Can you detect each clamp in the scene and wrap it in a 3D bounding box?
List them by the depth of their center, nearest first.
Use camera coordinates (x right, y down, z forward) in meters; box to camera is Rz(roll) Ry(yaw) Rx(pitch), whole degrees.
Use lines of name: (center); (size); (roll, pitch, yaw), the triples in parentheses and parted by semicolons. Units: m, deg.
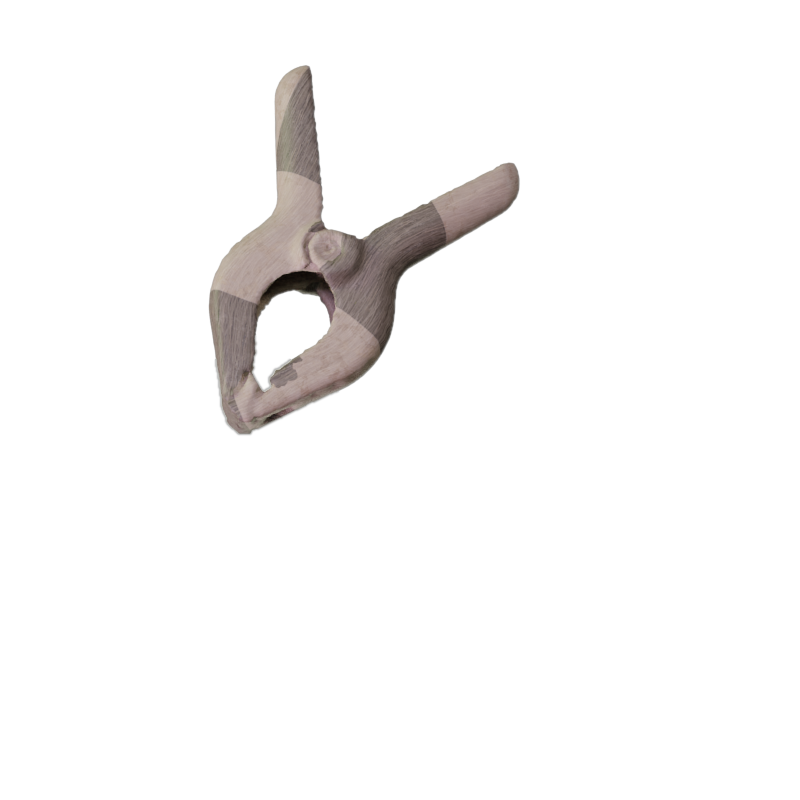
clamp: (-0.038, -0.069, 0.487); (0.125, 0.175, 0.037); (31, -23, 15)
